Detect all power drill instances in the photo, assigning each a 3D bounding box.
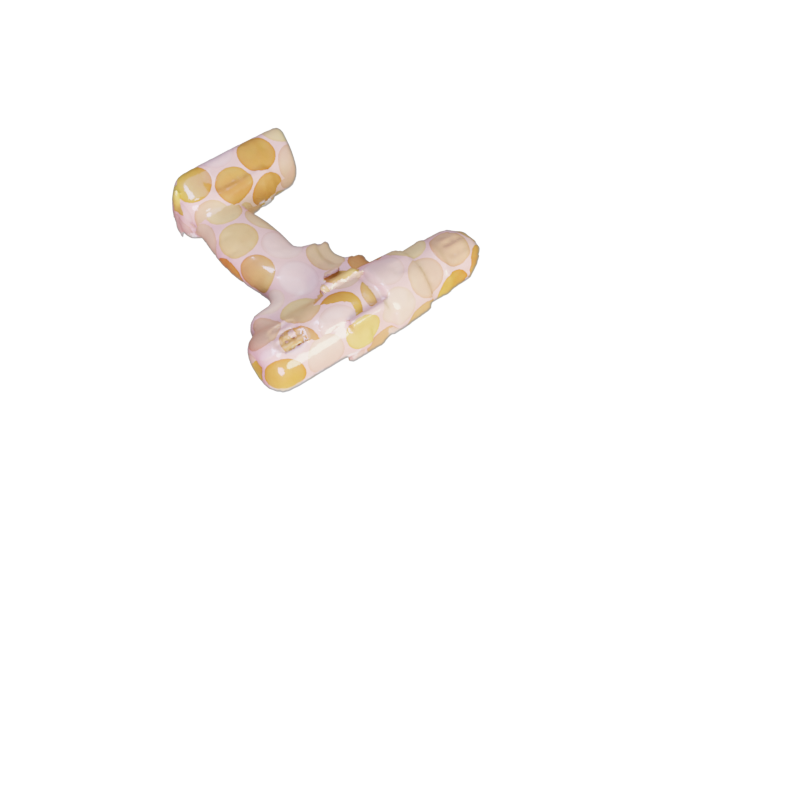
[{"bbox_3d":[-0.062,-0.114,0.798,0.184,0.201,0.053,-30,-31,-21],"label":"power drill"}]
